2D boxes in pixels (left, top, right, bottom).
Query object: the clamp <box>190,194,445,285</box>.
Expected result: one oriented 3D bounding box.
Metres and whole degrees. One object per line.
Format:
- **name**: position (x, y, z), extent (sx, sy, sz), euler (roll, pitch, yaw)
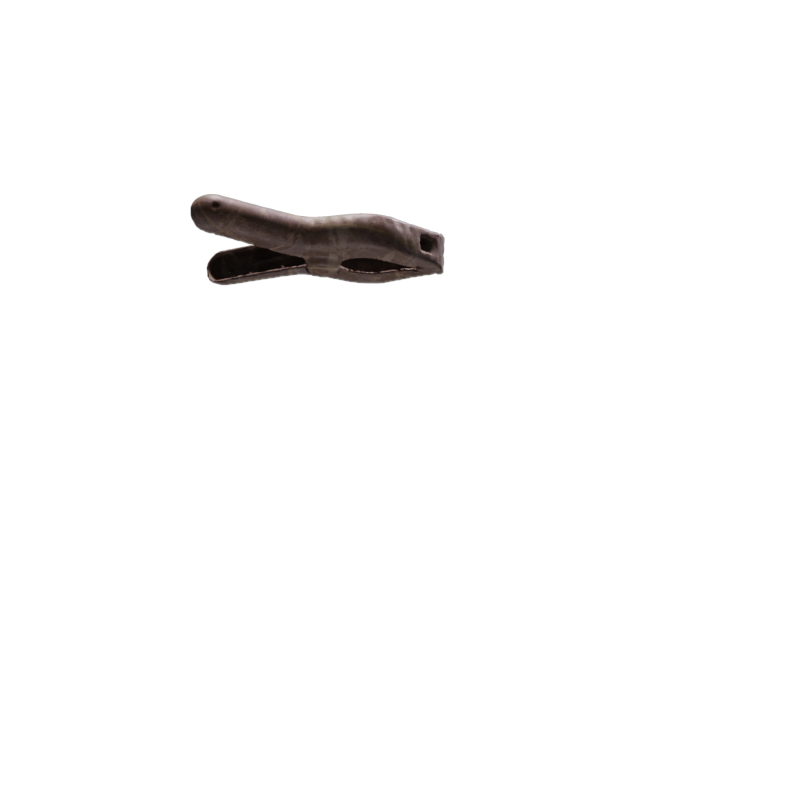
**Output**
- **clamp**: position (-0.058, -0.105, 0.736), extent (0.173, 0.040, 0.115), euler (-1, -10, 8)
